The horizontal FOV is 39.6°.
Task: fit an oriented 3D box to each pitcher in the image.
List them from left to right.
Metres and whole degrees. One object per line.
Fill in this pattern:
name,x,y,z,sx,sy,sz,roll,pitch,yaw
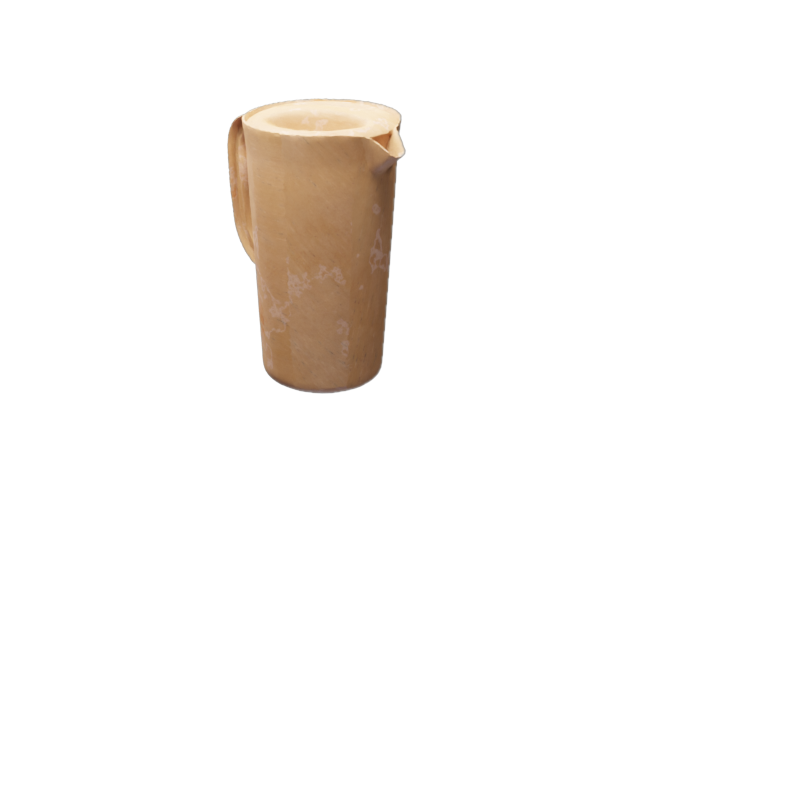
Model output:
pitcher,-0.076,-0.138,0.967,0.144,0.232,0.158,-2,23,-7
